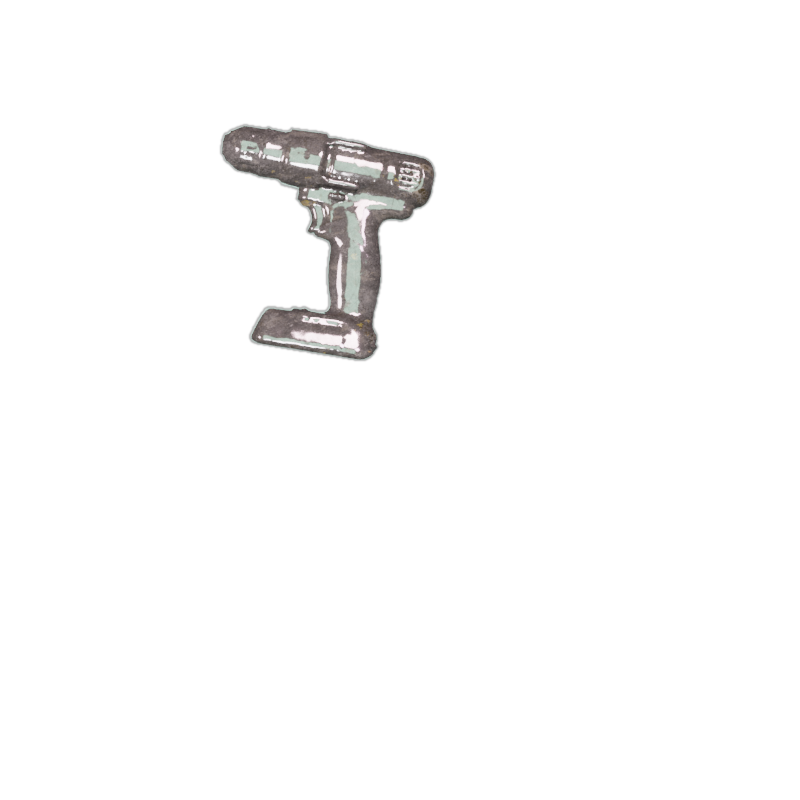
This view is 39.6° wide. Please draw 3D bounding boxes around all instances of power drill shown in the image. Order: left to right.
[{"bbox_3d":[-0.074,-0.134,0.942,0.184,0.190,0.057,10,-4,0],"label":"power drill"}]
